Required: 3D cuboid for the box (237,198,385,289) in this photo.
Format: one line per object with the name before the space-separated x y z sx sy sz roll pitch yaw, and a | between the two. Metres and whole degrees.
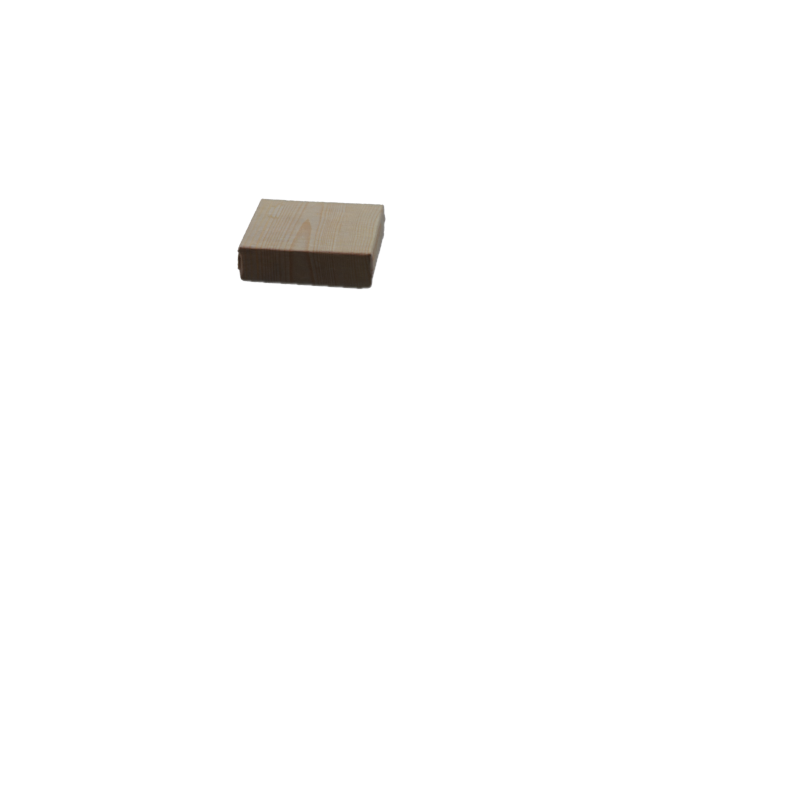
box | -0.074 -0.134 0.939 0.115 0.036 0.095 5 35 7
